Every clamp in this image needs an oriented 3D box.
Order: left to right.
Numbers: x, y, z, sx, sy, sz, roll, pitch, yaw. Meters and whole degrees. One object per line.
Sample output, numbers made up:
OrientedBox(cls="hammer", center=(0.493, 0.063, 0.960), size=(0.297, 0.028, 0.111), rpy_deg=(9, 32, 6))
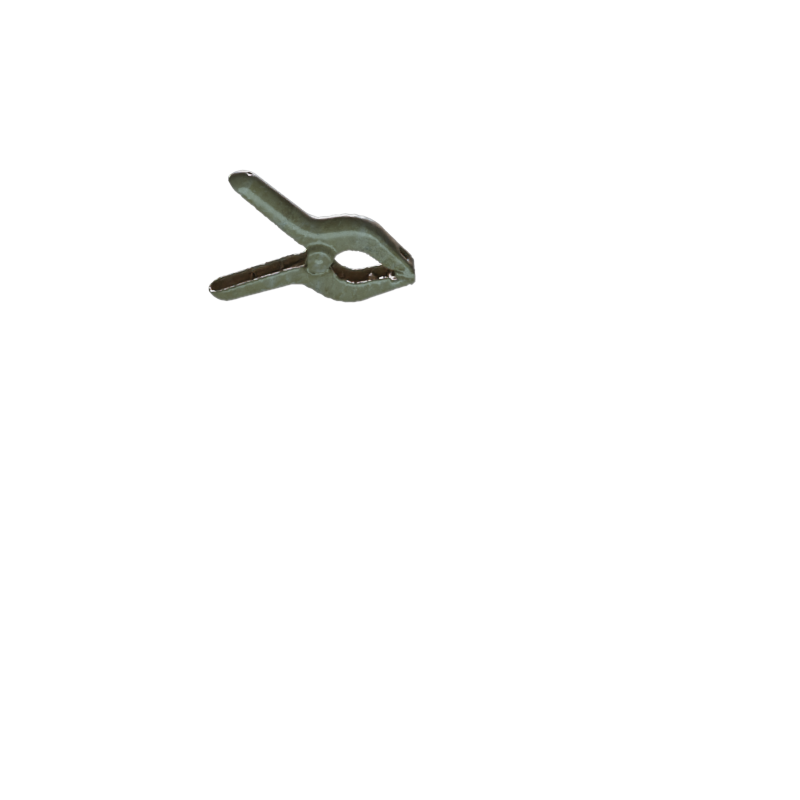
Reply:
OrientedBox(cls="clamp", center=(-0.071, -0.129, 0.903), size=(0.171, 0.112, 0.042), rpy_deg=(2, 40, -2))
